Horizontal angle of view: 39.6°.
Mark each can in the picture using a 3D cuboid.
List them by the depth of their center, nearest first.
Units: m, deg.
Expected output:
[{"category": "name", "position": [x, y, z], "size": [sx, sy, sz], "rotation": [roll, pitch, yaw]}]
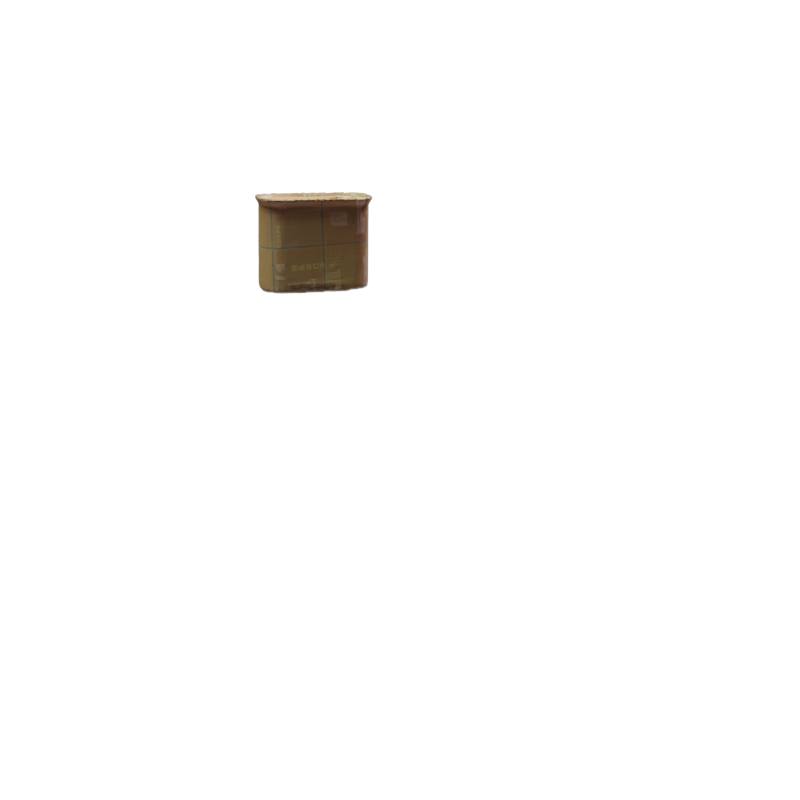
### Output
[{"category": "can", "position": [-0.077, -0.142, 0.991], "size": [0.100, 0.082, 0.060], "rotation": [-3, 11, -13]}]
